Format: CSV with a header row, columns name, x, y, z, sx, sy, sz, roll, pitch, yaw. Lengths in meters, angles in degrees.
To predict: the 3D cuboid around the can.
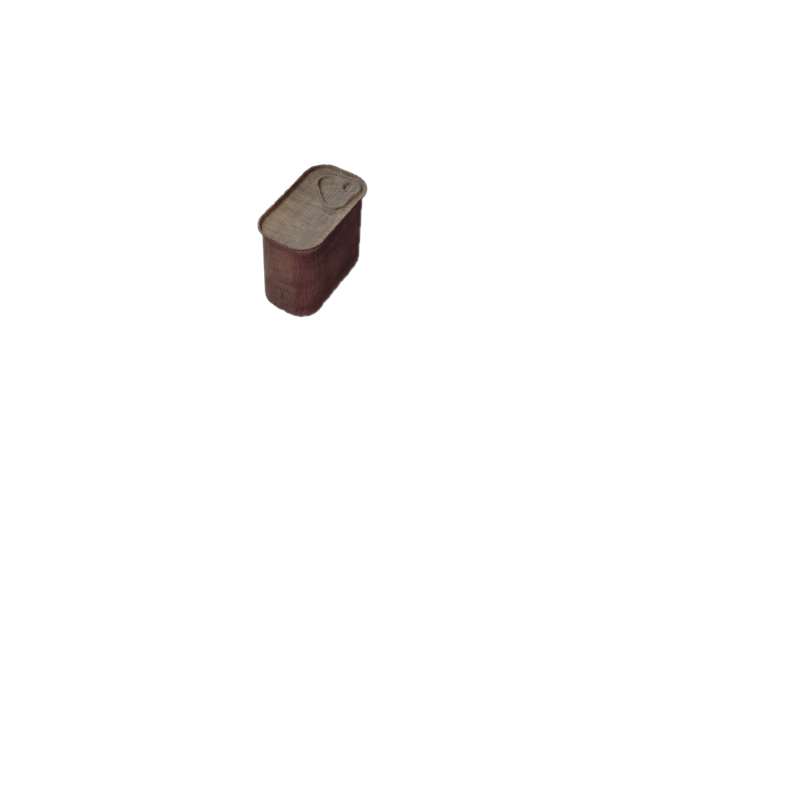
name,x,y,z,sx,sy,sz,roll,pitch,yaw
can,-0.072,-0.131,0.920,0.060,0.078,0.105,24,52,17
